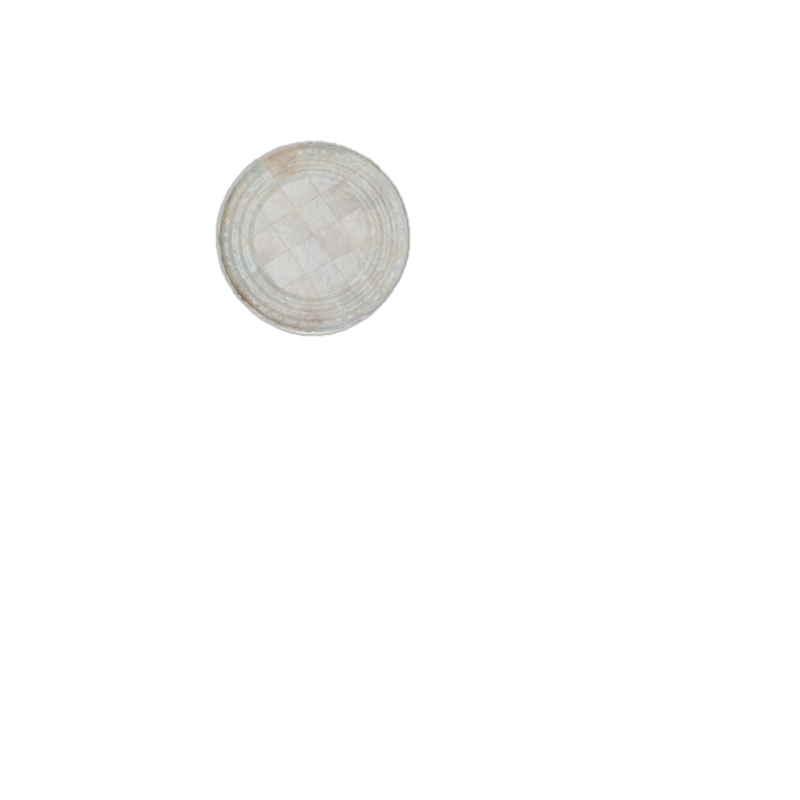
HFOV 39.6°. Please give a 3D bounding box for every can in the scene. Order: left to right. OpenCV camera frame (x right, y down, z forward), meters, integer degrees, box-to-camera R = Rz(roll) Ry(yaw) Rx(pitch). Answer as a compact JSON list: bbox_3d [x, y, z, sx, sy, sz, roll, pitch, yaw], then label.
[{"bbox_3d":[-0.040,-0.073,0.508,0.086,0.088,0.033,0,-8,-1],"label":"can"}]
